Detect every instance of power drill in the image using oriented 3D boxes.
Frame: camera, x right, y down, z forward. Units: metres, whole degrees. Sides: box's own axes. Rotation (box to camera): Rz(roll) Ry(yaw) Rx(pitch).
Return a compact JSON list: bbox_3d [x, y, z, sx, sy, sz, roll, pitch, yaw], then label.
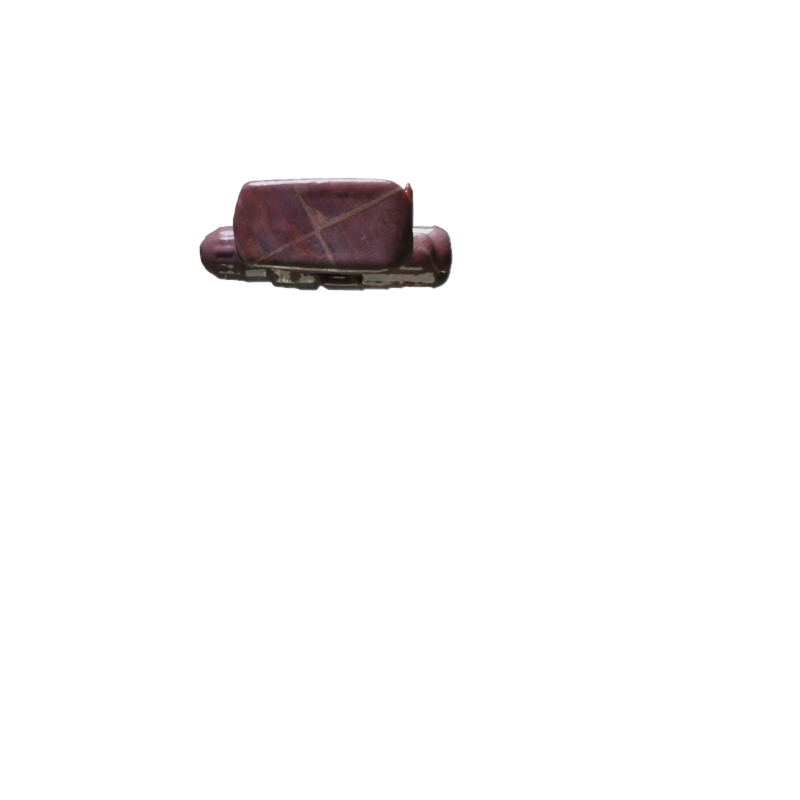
[{"bbox_3d":[-0.058,-0.105,0.738,0.186,0.058,0.185,0,2,5],"label":"power drill"}]
